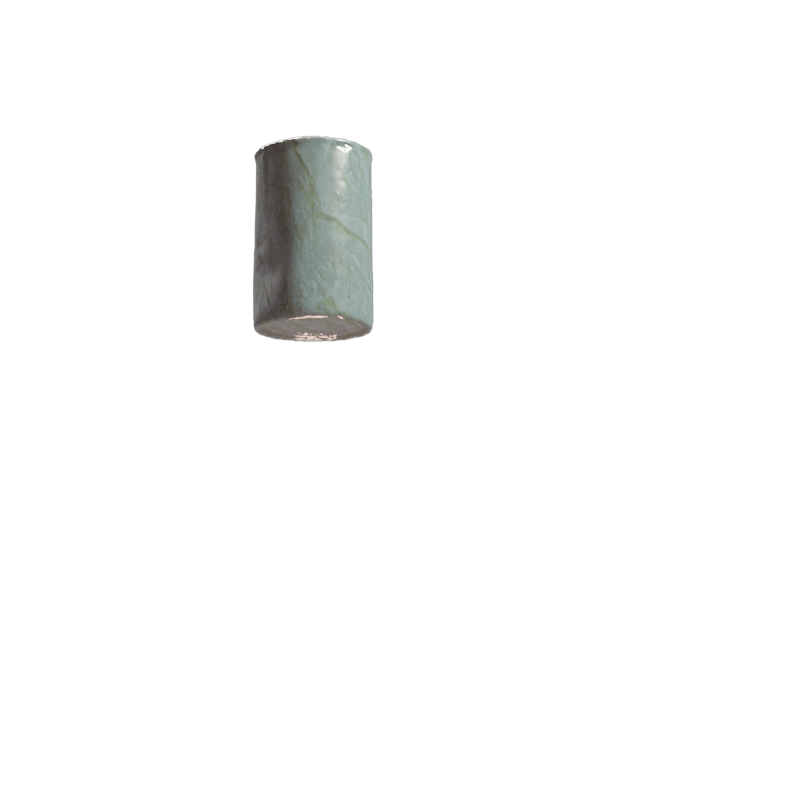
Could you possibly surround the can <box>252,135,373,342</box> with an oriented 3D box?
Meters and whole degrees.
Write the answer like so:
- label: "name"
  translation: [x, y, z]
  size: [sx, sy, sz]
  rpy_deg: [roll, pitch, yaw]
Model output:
- label: "can"
  translation: [-0.049, -0.089, 0.622]
  size: [0.068, 0.106, 0.066]
  rpy_deg: [0, -14, -2]
